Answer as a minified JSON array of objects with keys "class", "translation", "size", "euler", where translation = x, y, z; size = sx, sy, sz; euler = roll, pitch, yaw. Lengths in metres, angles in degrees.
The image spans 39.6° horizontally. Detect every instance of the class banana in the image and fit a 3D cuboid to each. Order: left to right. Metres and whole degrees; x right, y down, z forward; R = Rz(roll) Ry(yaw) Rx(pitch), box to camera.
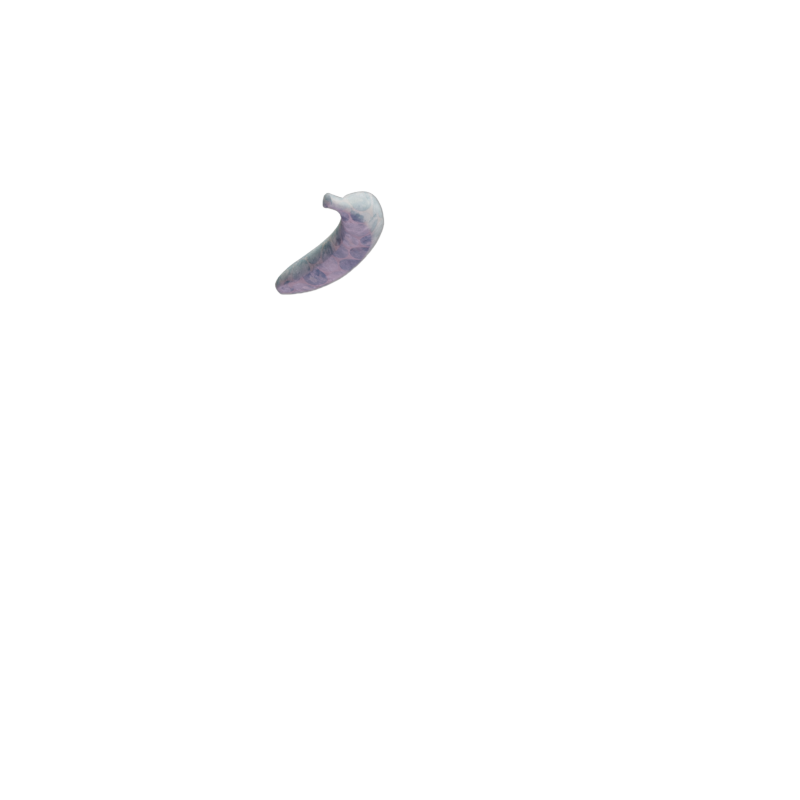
[{"class":"banana","translation":[-0.057,-0.139,0.974],"size":[0.068,0.039,0.192],"euler":[6,-21,-16]}]
